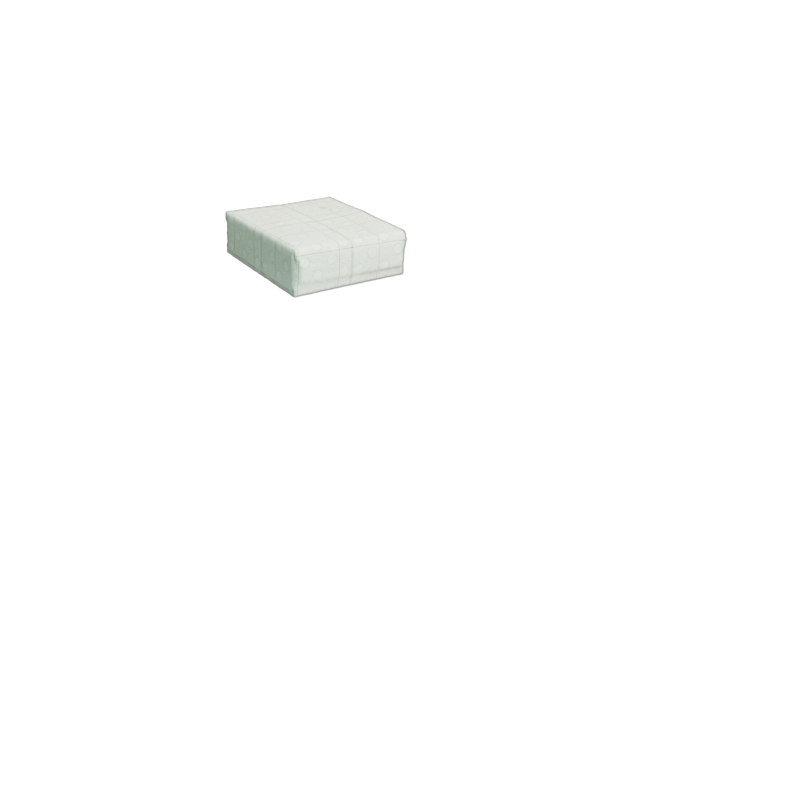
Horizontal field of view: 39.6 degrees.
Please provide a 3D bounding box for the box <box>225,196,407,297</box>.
[{"bbox_3d":[-0.050,-0.092,0.645,0.072,0.029,0.095,-13,27,-28],"label":"box"}]
